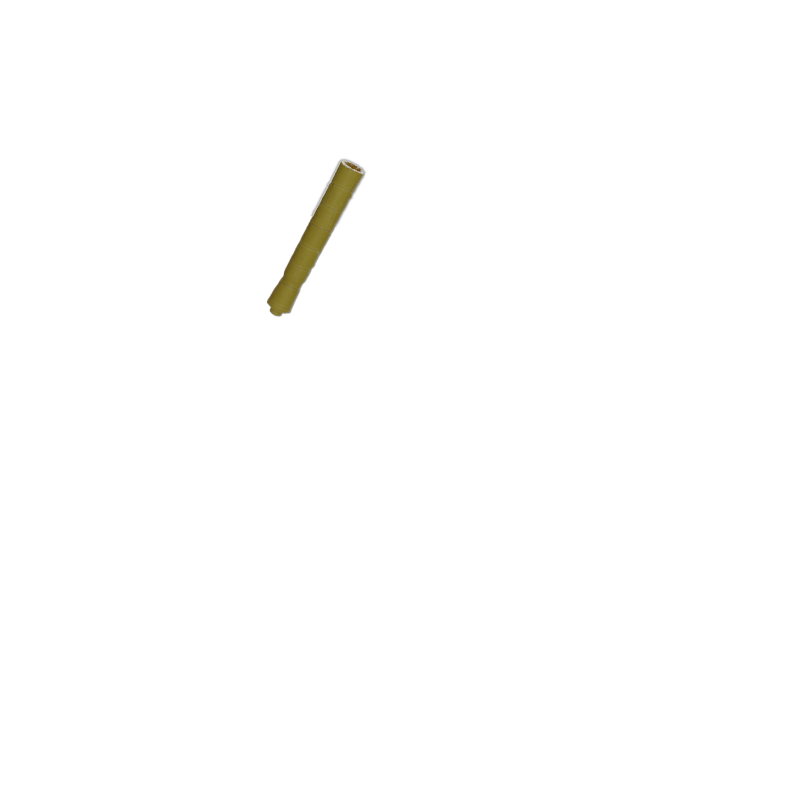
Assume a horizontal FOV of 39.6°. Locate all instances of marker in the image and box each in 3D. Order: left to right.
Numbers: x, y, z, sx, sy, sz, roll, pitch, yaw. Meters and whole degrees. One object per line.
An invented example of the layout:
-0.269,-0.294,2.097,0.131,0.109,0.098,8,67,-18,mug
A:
-0.060,-0.110,0.767,0.019,0.118,0.021,26,19,-13,marker
